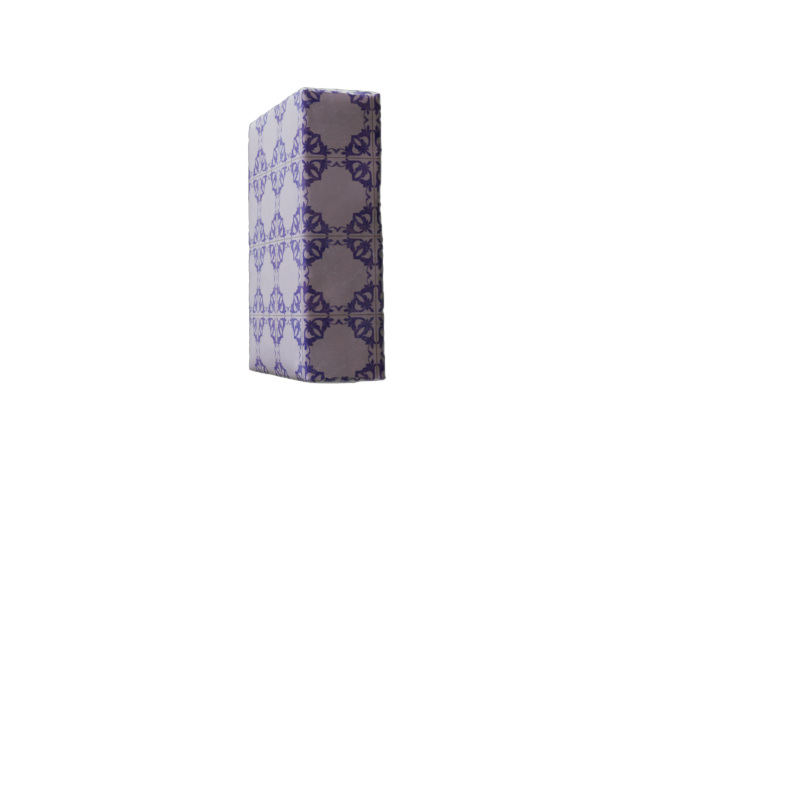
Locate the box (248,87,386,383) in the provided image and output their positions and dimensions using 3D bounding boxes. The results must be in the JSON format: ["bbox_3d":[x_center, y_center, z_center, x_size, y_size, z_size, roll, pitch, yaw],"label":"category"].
[{"bbox_3d":[-0.069,-0.125,0.875,0.070,0.215,0.168,1,-1,-21],"label":"box"}]
